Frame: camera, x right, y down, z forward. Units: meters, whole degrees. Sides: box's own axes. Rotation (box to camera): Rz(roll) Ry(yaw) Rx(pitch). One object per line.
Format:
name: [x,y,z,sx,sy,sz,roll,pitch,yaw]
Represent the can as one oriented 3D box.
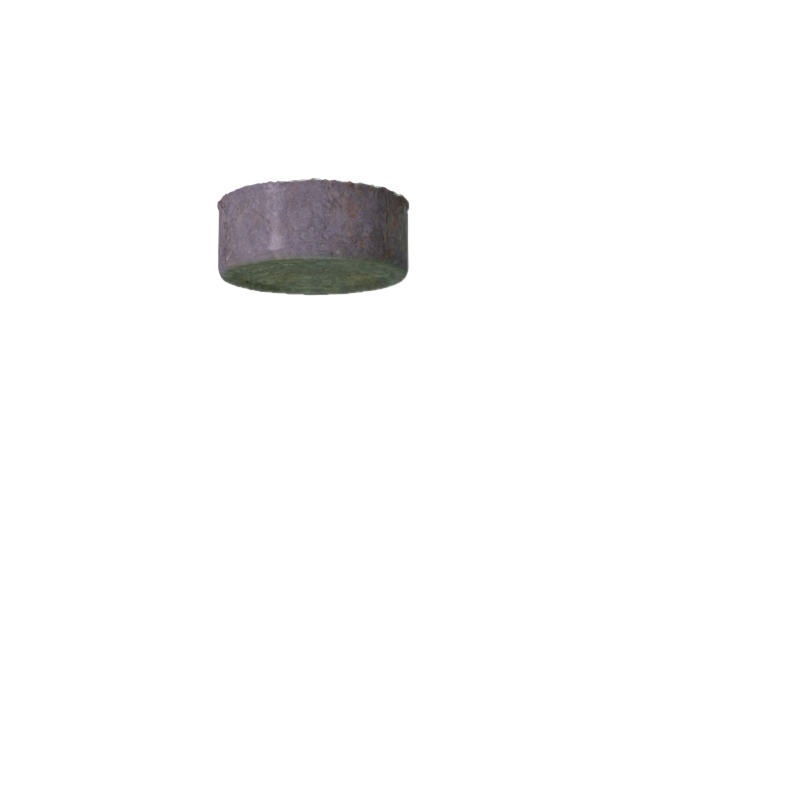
can: [-0.039,-0.070,0.492,0.086,0.034,0.084,0,-7,-2]
